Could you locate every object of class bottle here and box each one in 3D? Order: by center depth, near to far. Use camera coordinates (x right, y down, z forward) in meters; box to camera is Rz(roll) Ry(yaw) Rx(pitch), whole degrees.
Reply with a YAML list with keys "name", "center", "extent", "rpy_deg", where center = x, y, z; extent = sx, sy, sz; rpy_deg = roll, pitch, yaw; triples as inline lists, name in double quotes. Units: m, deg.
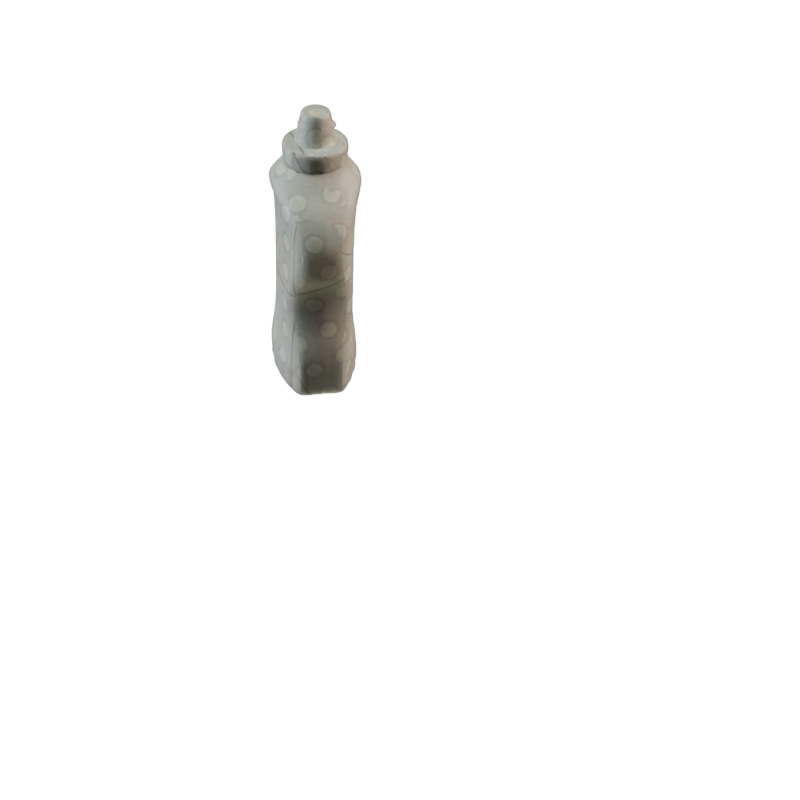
- name: "bottle"
  center: [-0.056, -0.103, 0.722]
  extent: [0.058, 0.179, 0.103]
  rpy_deg: [-3, 38, -7]
